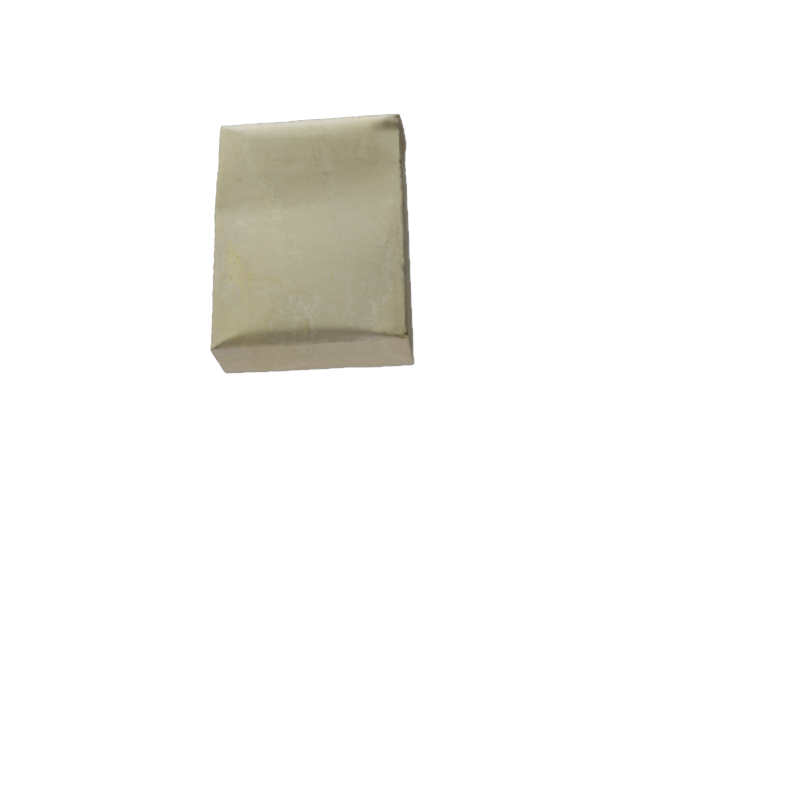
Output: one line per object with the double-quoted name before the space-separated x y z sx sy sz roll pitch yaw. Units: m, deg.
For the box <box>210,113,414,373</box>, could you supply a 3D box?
"box" -0.074 -0.136 0.951 0.165 0.225 0.068 -3 -23 6
